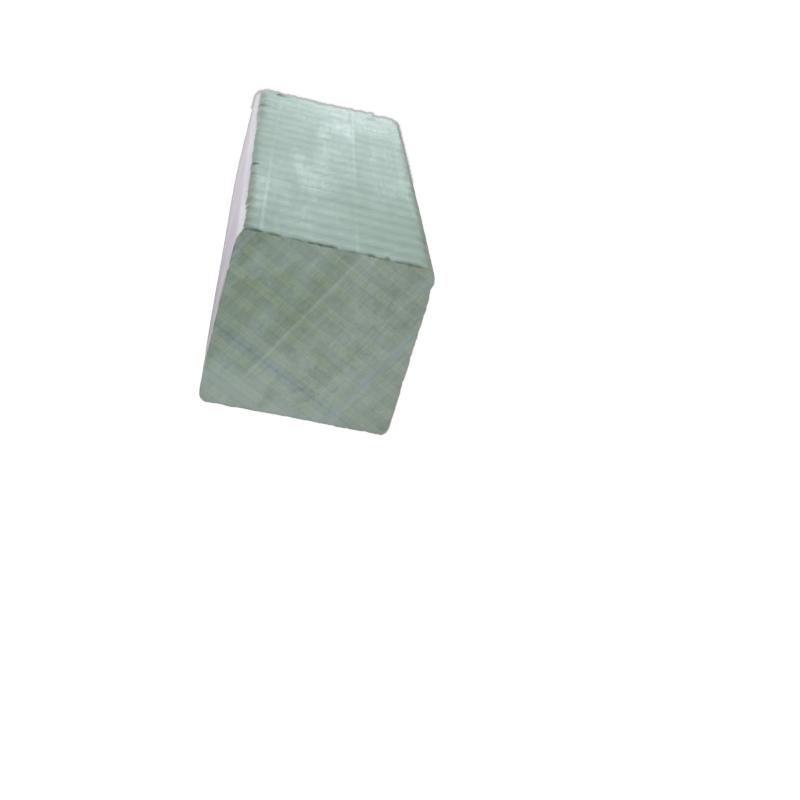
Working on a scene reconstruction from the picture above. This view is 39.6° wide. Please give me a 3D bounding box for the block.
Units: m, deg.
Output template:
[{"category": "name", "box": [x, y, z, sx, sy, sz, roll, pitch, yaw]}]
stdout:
[{"category": "block", "box": [-0.046, -0.084, 0.583, 0.089, 0.086, 0.219, 11, 28, -10]}]
